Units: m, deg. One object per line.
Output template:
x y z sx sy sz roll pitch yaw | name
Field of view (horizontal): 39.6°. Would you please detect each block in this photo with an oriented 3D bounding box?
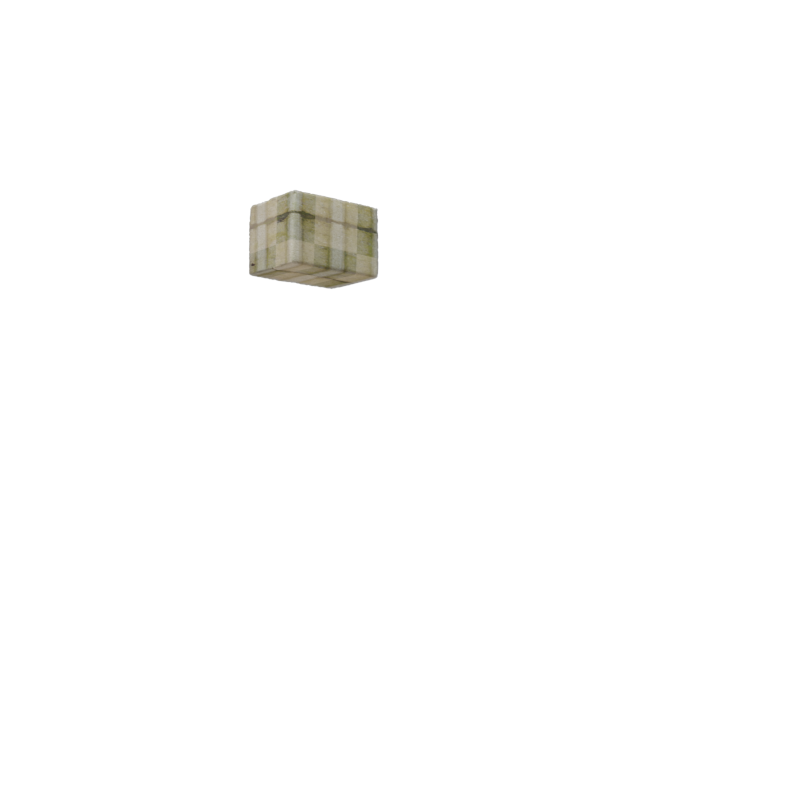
-0.061 -0.111 0.776 0.074 0.053 0.054 7 -12 -40 | block
